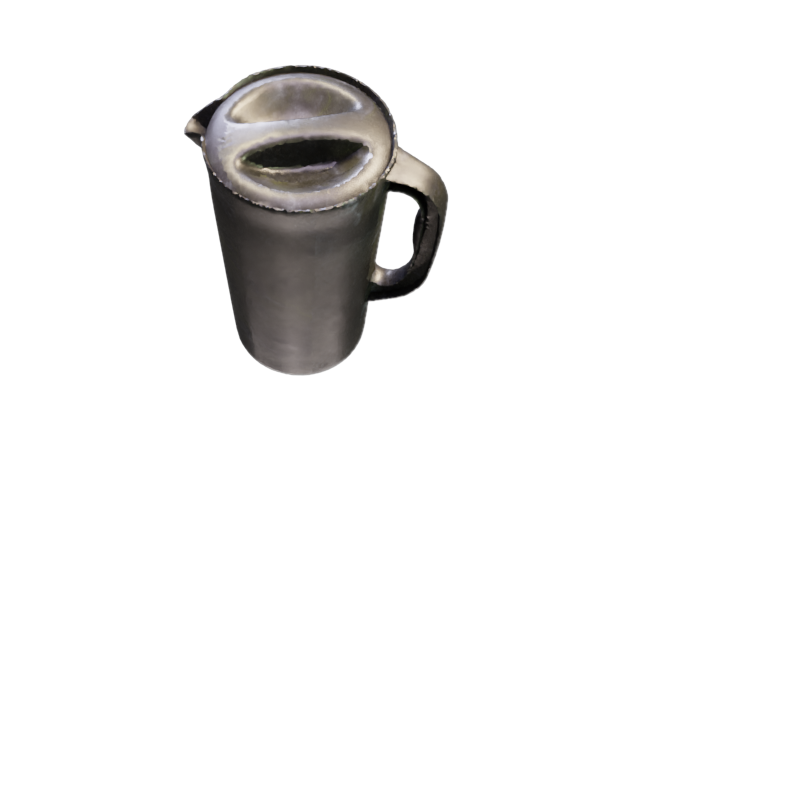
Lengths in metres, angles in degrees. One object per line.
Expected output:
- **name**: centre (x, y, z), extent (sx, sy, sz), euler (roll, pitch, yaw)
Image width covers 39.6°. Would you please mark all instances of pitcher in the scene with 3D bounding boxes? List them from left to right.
- **pitcher**: centre (-0.065, -0.119, 0.832), extent (0.144, 0.160, 0.228), euler (-24, -28, -17)
